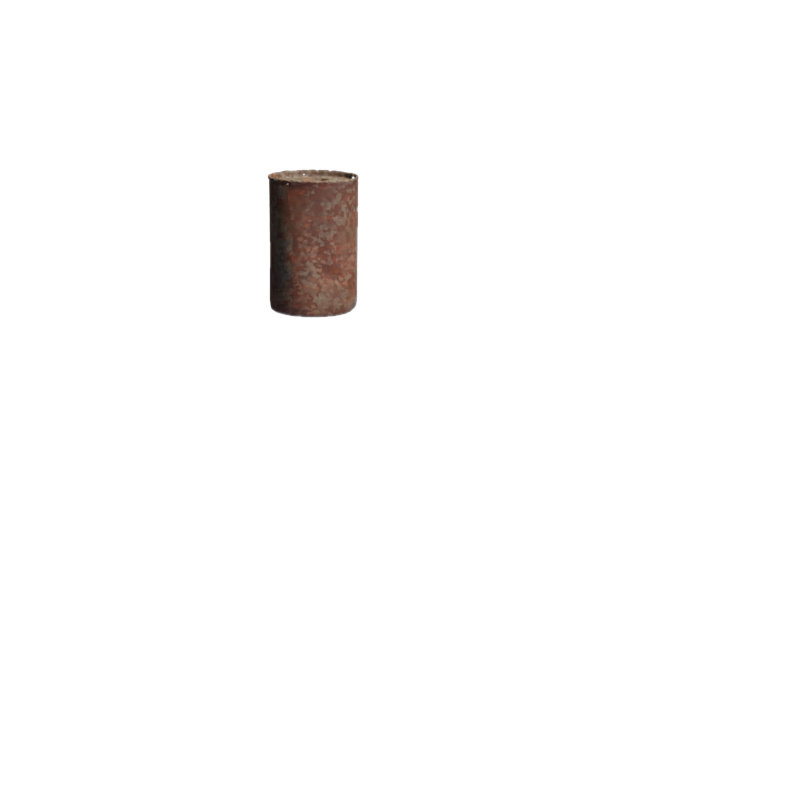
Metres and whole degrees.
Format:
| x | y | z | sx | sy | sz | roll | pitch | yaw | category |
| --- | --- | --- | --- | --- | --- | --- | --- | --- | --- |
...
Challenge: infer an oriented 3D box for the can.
| x | y | z | sx | sy | sz | roll | pitch | yaw | category |
| --- | --- | --- | --- | --- | --- | --- | --- | --- | --- |
| -0.066 | -0.120 | 0.838 | 0.068 | 0.099 | 0.071 | 0 | 13 | -2 | can |
